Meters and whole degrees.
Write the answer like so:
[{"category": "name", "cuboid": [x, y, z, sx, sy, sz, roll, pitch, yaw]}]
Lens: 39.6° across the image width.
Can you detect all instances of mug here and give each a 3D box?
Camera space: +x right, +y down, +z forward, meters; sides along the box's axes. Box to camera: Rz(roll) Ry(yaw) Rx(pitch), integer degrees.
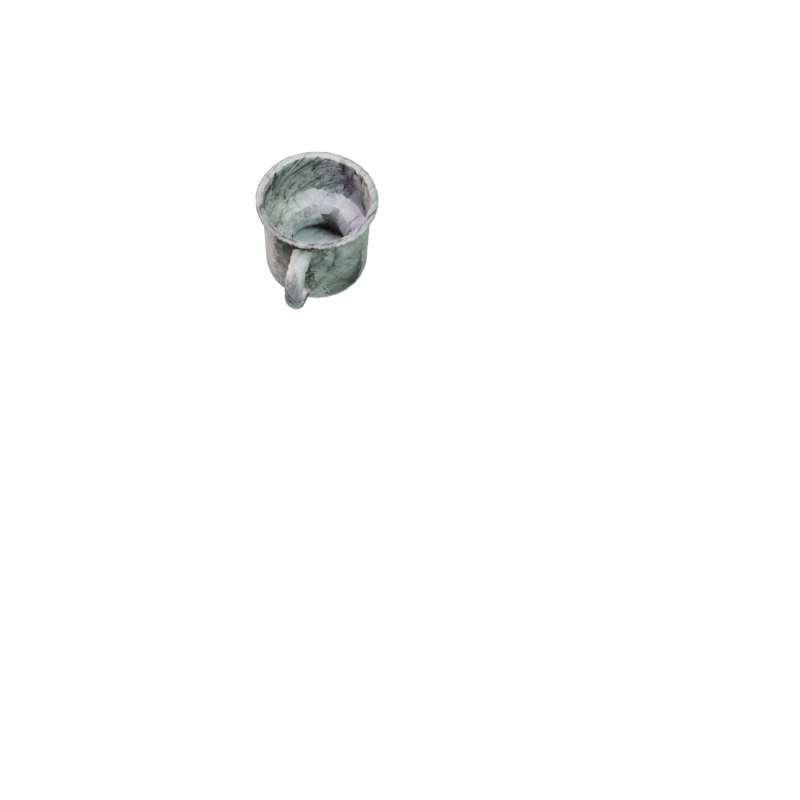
[{"category": "mug", "cuboid": [-0.067, -0.123, 0.861, 0.094, 0.124, 0.076, 10, -32, 4]}]
